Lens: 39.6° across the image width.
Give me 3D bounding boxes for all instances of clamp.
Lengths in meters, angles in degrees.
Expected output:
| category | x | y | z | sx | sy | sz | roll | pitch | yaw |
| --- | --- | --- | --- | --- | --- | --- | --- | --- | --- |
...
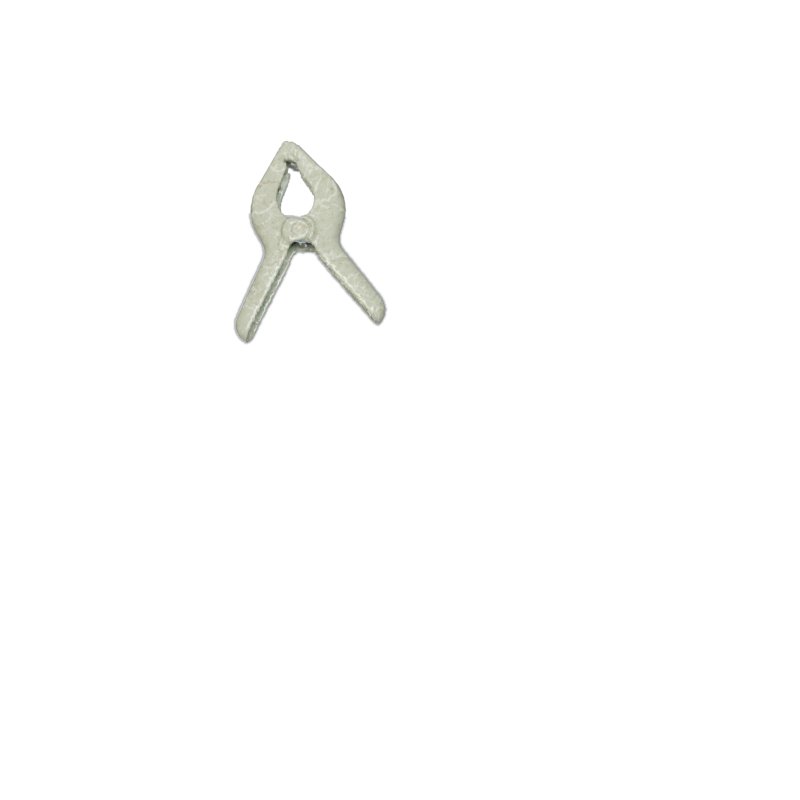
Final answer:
| category | x | y | z | sx | sy | sz | roll | pitch | yaw |
| --- | --- | --- | --- | --- | --- | --- | --- | --- | --- |
| clamp | -0.071 | -0.130 | 0.909 | 0.120 | 0.178 | 0.038 | 1 | -16 | 0 |
